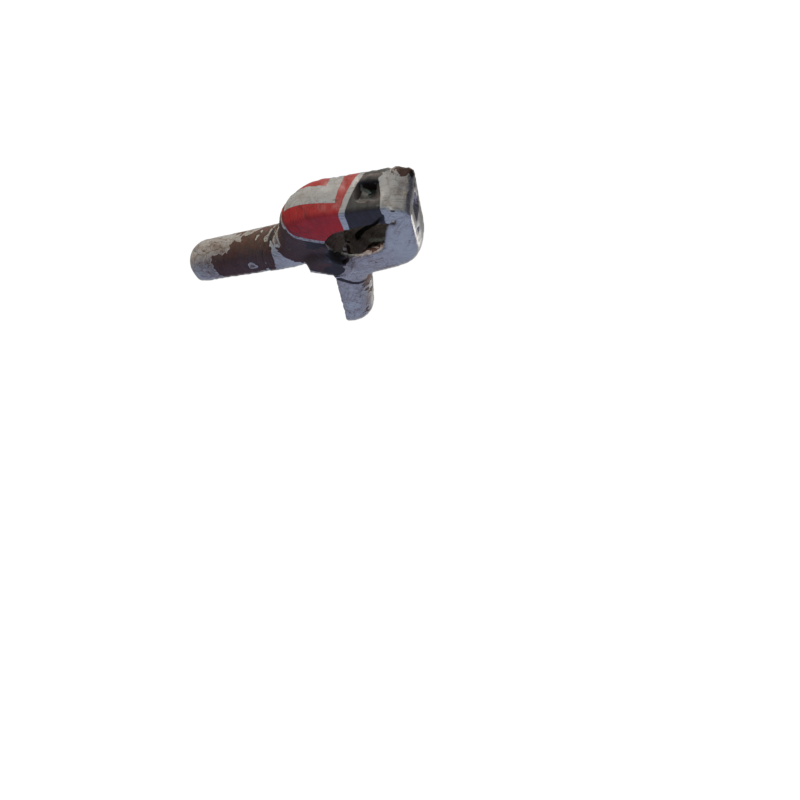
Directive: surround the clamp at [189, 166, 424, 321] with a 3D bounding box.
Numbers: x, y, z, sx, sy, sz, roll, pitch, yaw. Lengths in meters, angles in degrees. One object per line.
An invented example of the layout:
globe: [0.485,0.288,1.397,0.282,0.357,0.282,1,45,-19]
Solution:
clamp: [-0.049,-0.090,0.629,0.117,0.041,0.167,6,-20,-18]
